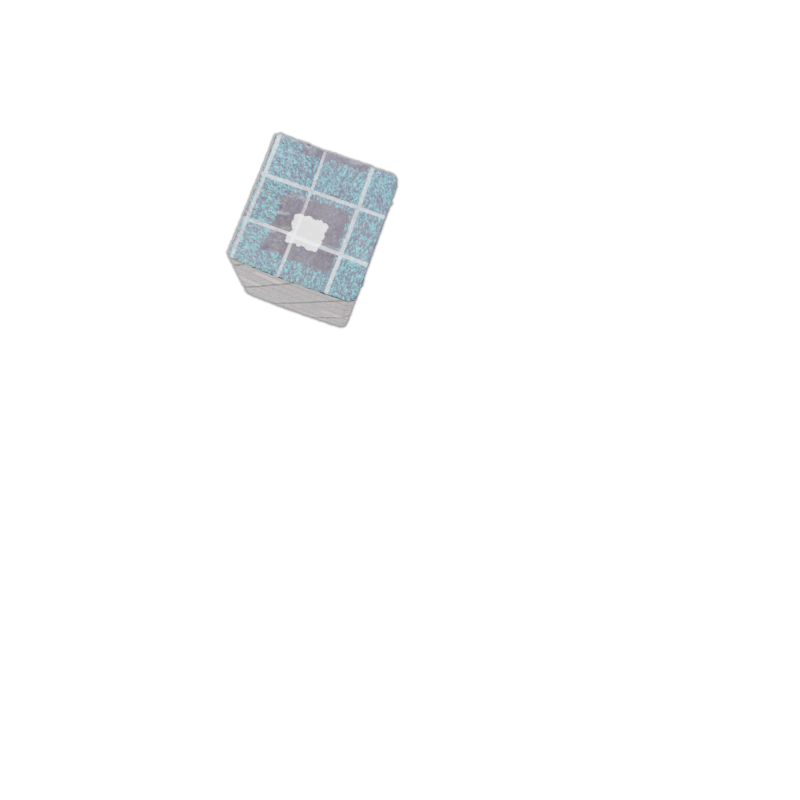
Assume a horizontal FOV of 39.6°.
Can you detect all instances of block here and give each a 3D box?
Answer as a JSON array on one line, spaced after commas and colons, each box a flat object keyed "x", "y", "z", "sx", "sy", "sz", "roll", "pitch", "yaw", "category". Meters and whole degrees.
[{"x": -0.063, "y": -0.116, "z": 0.817, "sx": 0.090, "sy": 0.092, "sz": 0.204, "roll": 20, "pitch": -4, "yaw": -3, "category": "block"}]
